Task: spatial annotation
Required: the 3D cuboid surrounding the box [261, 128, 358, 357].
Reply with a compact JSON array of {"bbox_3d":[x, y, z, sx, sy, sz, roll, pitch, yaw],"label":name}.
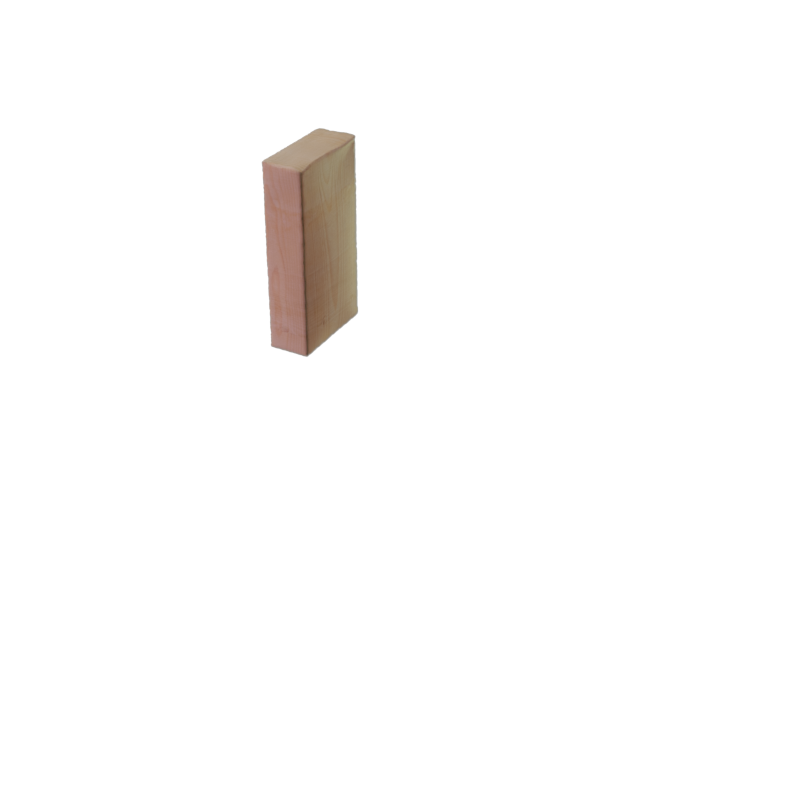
[{"bbox_3d":[-0.075,-0.137,0.961,0.050,0.166,0.095,16,33,23],"label":"box"}]
